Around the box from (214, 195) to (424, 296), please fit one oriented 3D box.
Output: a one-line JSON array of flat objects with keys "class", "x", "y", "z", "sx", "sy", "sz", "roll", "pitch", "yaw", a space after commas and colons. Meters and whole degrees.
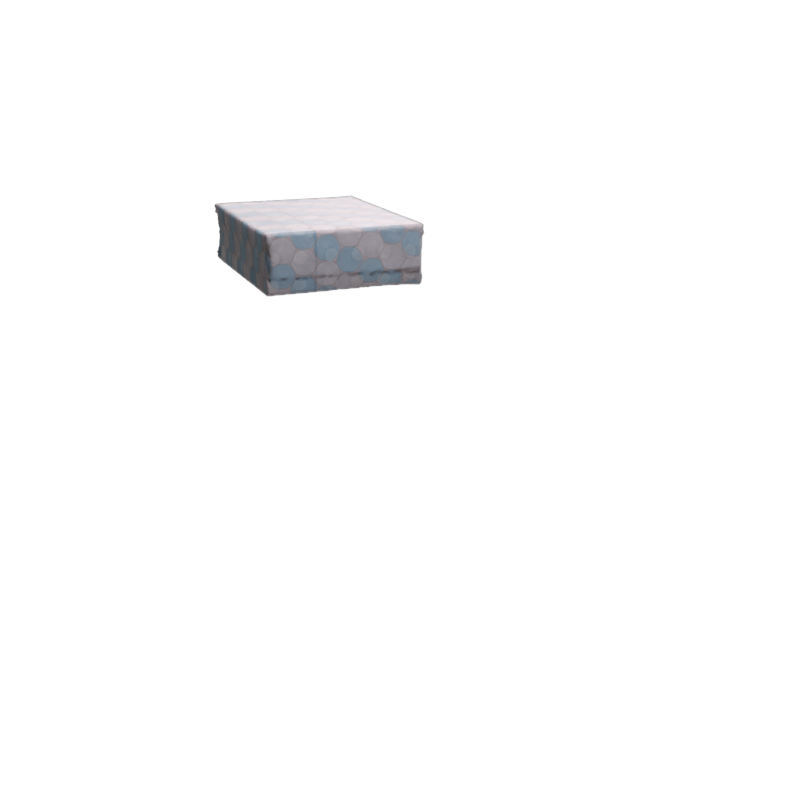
[{"class": "box", "x": -0.049, "y": -0.090, "z": 0.632, "sx": 0.088, "sy": 0.038, "sz": 0.119, "roll": -6, "pitch": 17, "yaw": -21}]
